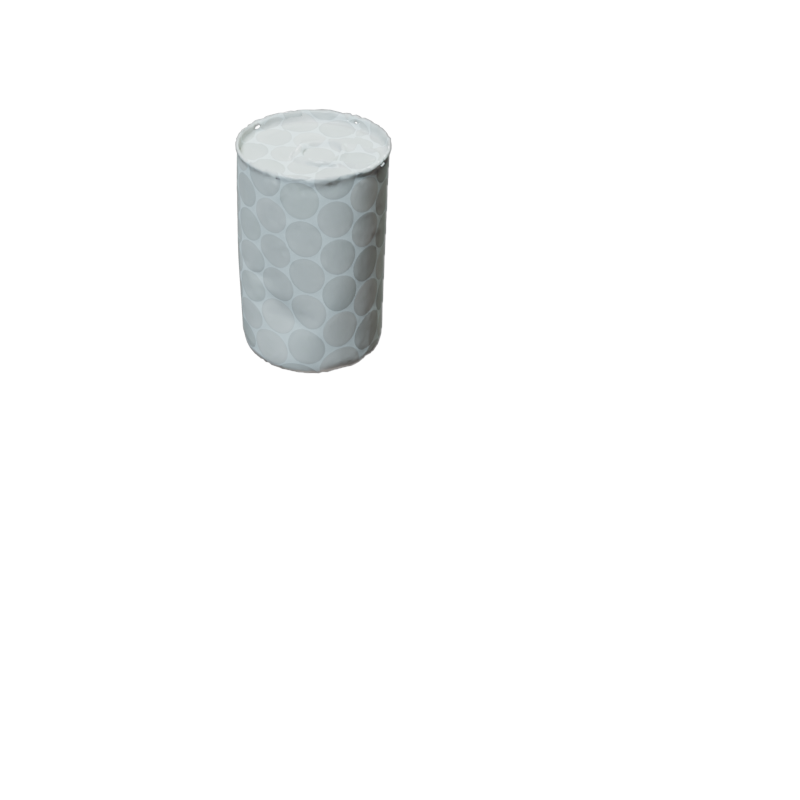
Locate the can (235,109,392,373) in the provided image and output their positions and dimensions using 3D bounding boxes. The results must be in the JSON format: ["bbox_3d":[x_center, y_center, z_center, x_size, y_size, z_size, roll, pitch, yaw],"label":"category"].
[{"bbox_3d":[-0.040,-0.072,0.505,0.068,0.096,0.073,0,34,-3],"label":"can"}]
